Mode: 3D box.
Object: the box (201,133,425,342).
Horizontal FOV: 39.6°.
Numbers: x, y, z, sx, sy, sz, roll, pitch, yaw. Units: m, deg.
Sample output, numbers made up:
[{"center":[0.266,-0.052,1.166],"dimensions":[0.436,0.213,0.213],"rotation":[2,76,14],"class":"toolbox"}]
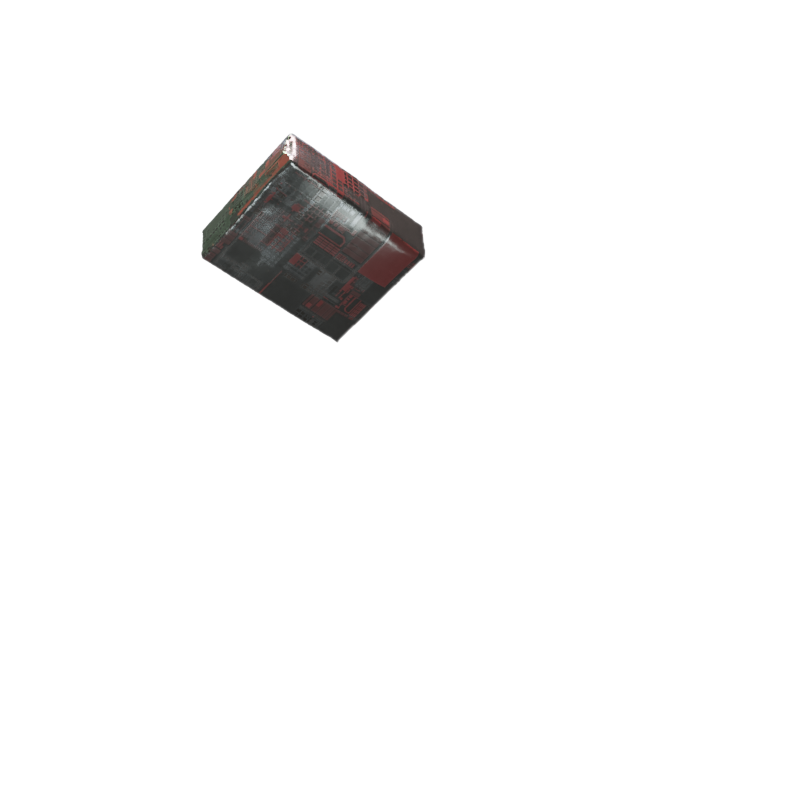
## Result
[{"center":[-0.054,-0.099,0.693],"dimensions":[0.108,0.088,0.042],"rotation":[35,28,-22],"class":"box"}]
